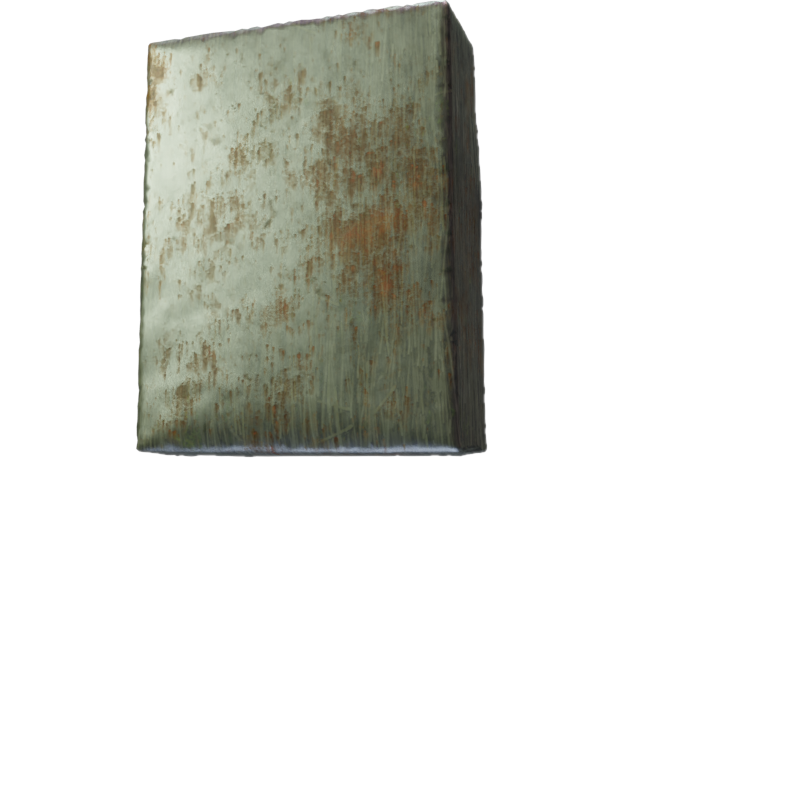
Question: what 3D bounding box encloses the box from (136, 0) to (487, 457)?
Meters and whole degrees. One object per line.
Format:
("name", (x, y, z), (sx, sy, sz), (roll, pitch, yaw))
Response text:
("box", (-0.044, -0.080, 0.562), (0.168, 0.219, 0.068), (-3, -11, 18))
